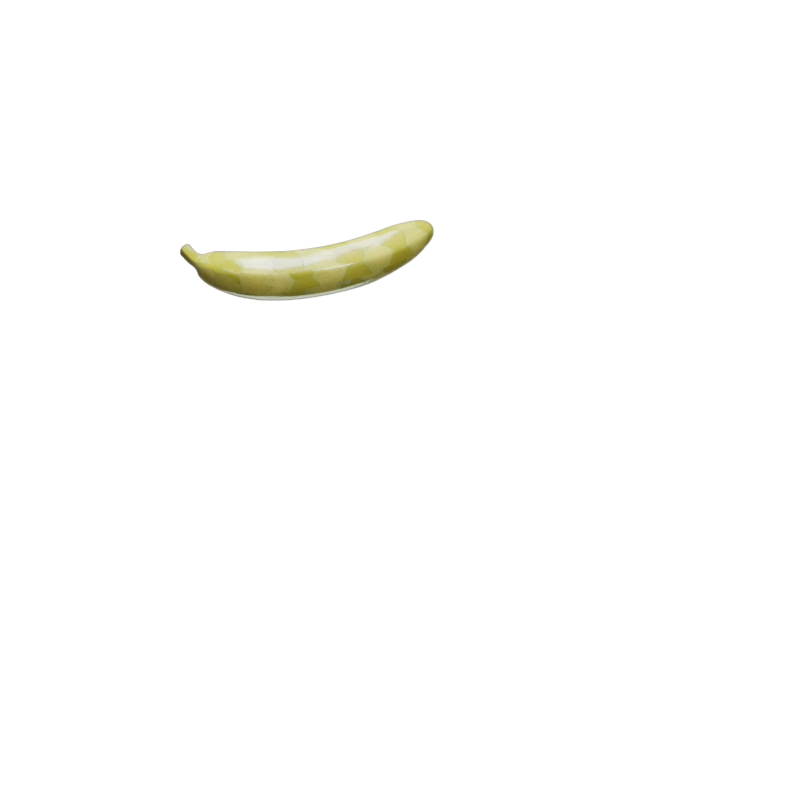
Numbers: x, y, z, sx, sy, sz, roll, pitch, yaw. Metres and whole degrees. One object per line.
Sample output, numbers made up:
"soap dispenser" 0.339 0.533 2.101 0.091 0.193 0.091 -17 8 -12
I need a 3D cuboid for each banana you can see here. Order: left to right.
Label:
"banana" -0.068 -0.106 0.838 0.197 0.075 0.034 -5 -40 -4
